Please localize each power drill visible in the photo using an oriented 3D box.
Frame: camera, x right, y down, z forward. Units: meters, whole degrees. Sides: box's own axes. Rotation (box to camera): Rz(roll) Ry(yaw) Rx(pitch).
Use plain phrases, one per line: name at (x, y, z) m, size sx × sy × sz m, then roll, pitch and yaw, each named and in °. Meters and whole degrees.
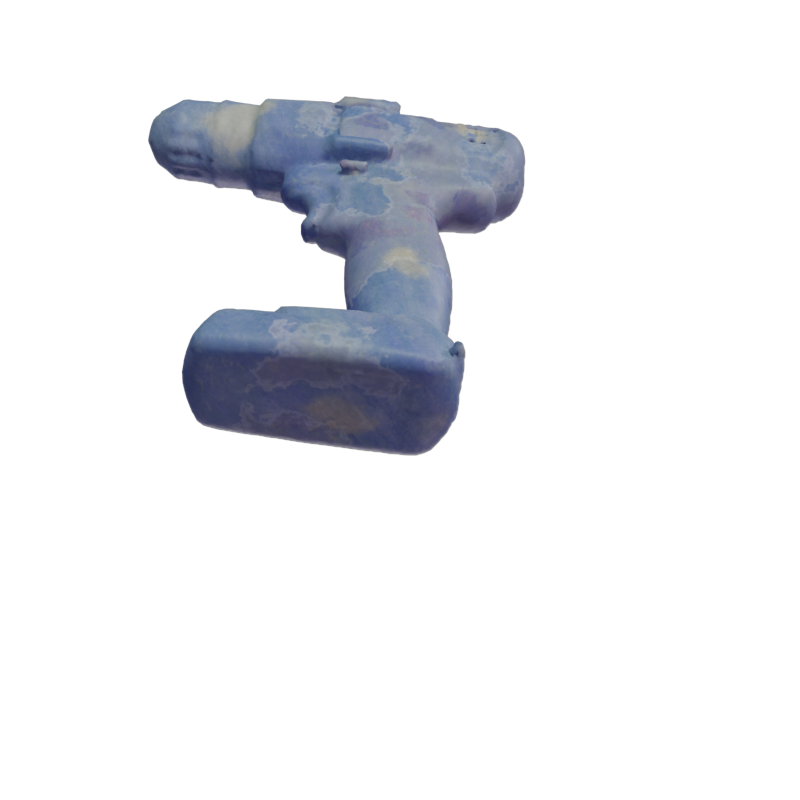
power drill at (-0.038, -0.070, 0.489) m, size 0.186 × 0.053 × 0.200 m, roll 5°, pitch 45°, yaw 5°
